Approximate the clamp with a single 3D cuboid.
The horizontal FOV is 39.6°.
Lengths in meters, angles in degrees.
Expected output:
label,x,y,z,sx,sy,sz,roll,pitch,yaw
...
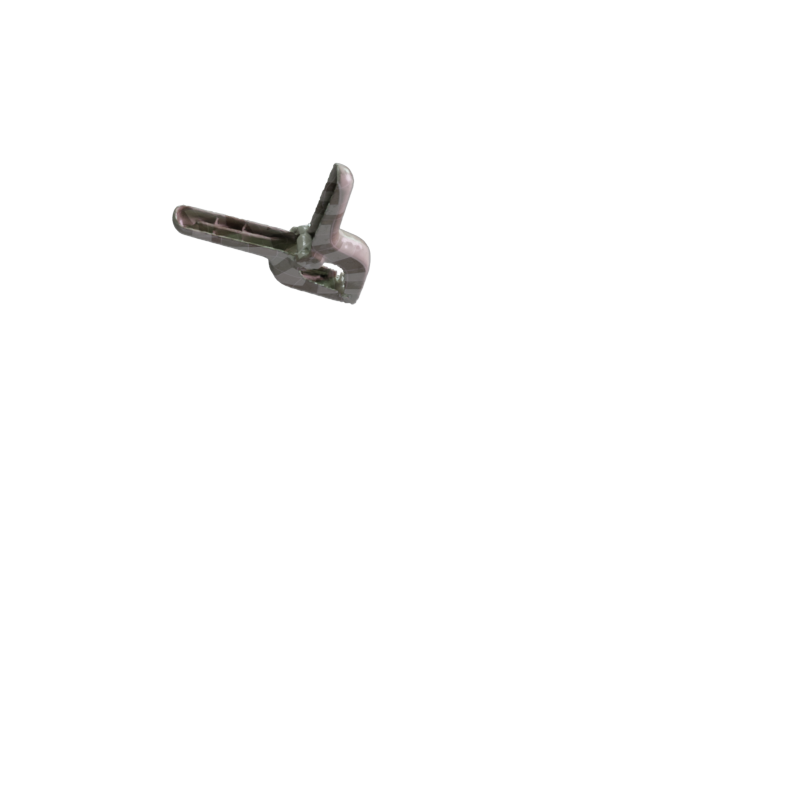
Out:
label,x,y,z,sx,sy,sz,roll,pitch,yaw
clamp,-0.077,-0.141,0.984,0.167,0.038,0.195,-13,-26,27
